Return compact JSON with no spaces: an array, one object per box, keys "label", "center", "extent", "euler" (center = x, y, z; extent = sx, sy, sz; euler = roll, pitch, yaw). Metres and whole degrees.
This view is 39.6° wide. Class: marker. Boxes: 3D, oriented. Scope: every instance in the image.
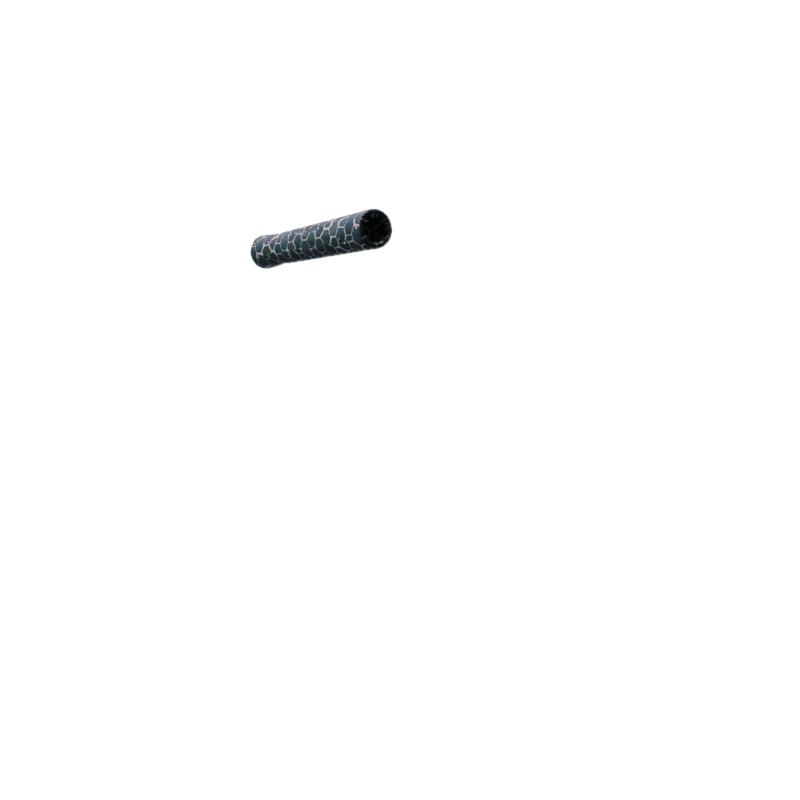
[{"label":"marker","center":[-0.044,-0.080,0.564],"extent":[0.019,0.020,0.124],"euler":[-2,2,-32]}]
